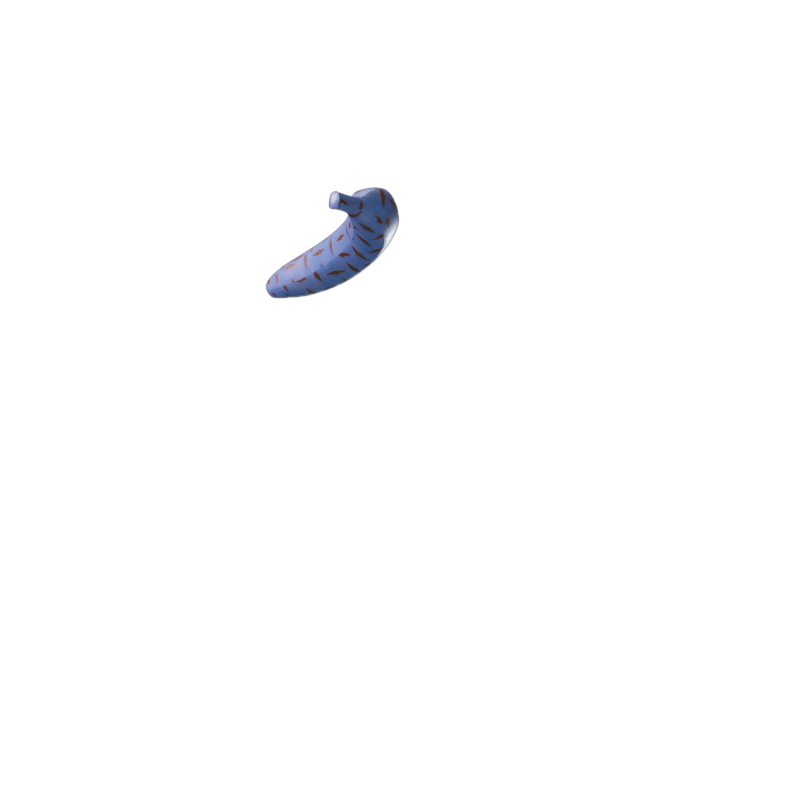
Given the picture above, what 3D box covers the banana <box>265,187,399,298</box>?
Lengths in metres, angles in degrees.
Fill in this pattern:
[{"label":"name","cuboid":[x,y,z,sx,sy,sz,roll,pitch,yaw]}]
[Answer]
[{"label":"banana","cuboid":[-0.046,-0.117,0.825,0.068,0.038,0.194,6,-17,-18]}]
